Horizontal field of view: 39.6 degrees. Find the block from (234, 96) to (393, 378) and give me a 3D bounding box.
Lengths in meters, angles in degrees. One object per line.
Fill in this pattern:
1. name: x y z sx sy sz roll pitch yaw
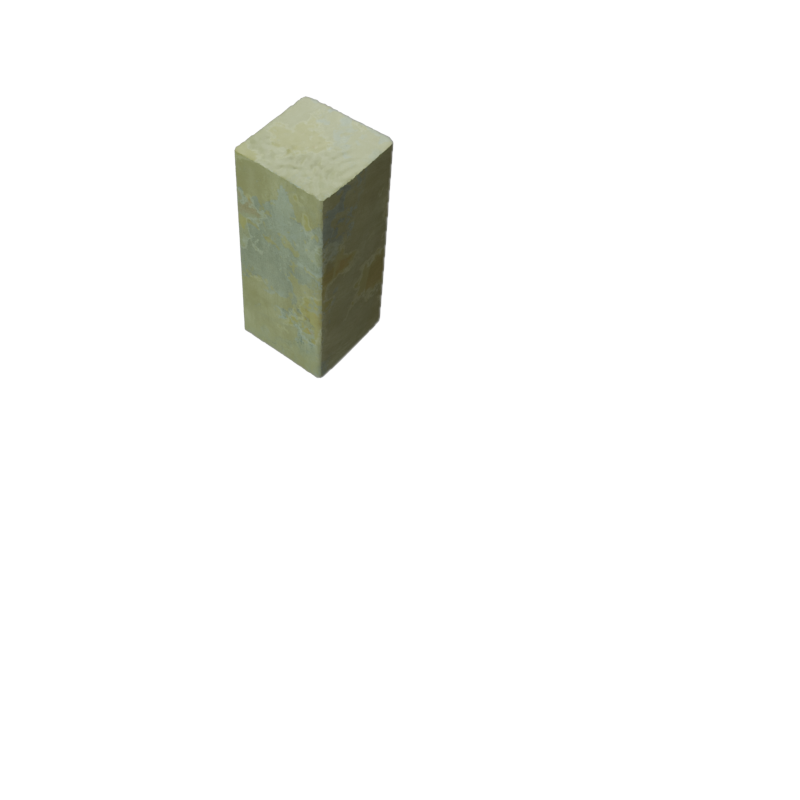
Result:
1. block: -0.070 -0.129 0.905 0.096 0.192 0.092 32 55 22
